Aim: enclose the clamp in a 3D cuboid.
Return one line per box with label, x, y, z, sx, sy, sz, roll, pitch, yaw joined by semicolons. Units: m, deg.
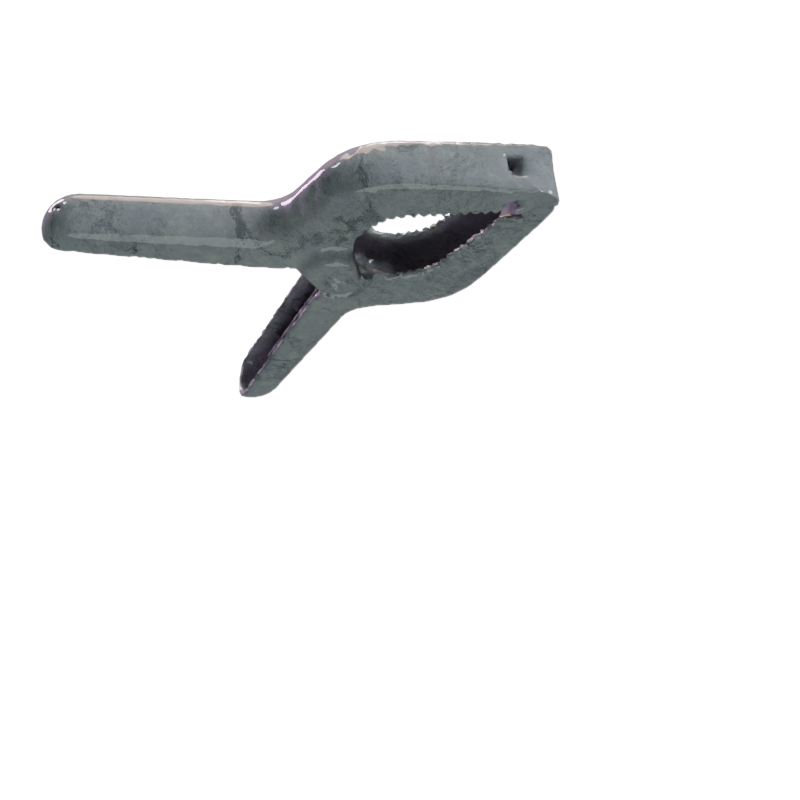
clamp;-0.038;-0.069;0.480;0.211;0.039;0.153;-20;-36;30
